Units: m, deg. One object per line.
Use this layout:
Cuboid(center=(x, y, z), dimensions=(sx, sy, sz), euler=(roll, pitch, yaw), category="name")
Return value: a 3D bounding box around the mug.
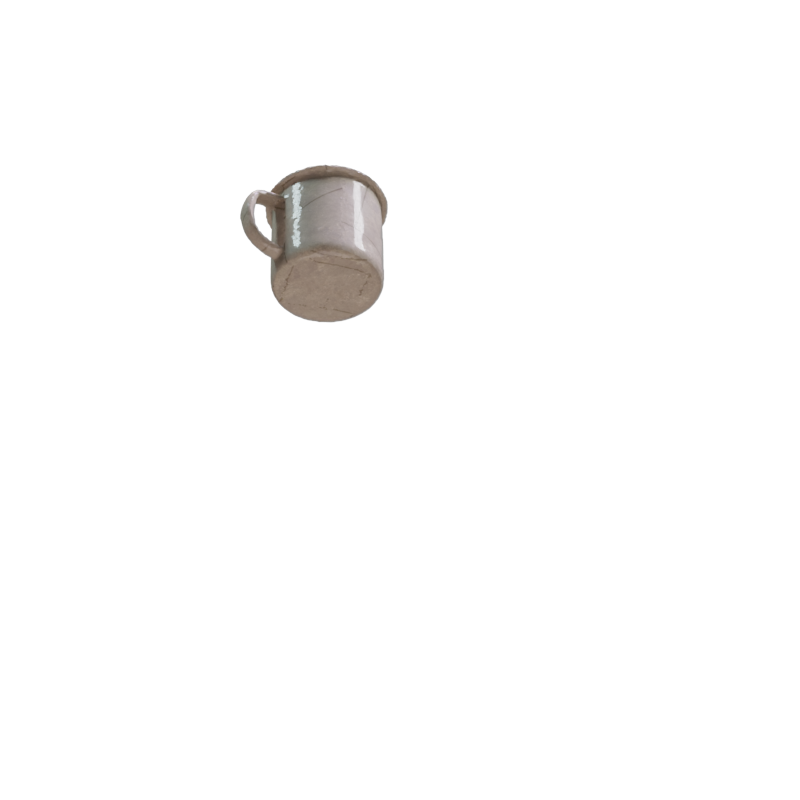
Cuboid(center=(-0.063, -0.116, 0.810), dimensions=(0.111, 0.087, 0.091), euler=(23, -46, -27), category="mug")
